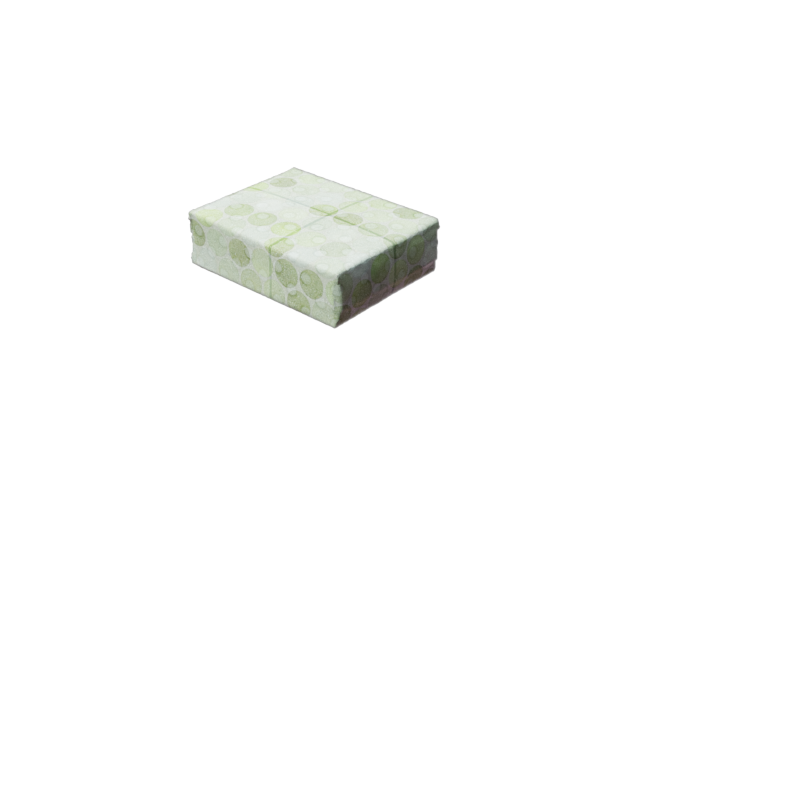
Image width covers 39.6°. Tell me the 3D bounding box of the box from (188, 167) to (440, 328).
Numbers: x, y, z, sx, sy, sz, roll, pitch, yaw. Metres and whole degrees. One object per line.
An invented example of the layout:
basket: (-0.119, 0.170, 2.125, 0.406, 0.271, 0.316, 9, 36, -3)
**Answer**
box: (-0.049, -0.089, 0.624, 0.120, 0.037, 0.090, 23, 37, 33)
